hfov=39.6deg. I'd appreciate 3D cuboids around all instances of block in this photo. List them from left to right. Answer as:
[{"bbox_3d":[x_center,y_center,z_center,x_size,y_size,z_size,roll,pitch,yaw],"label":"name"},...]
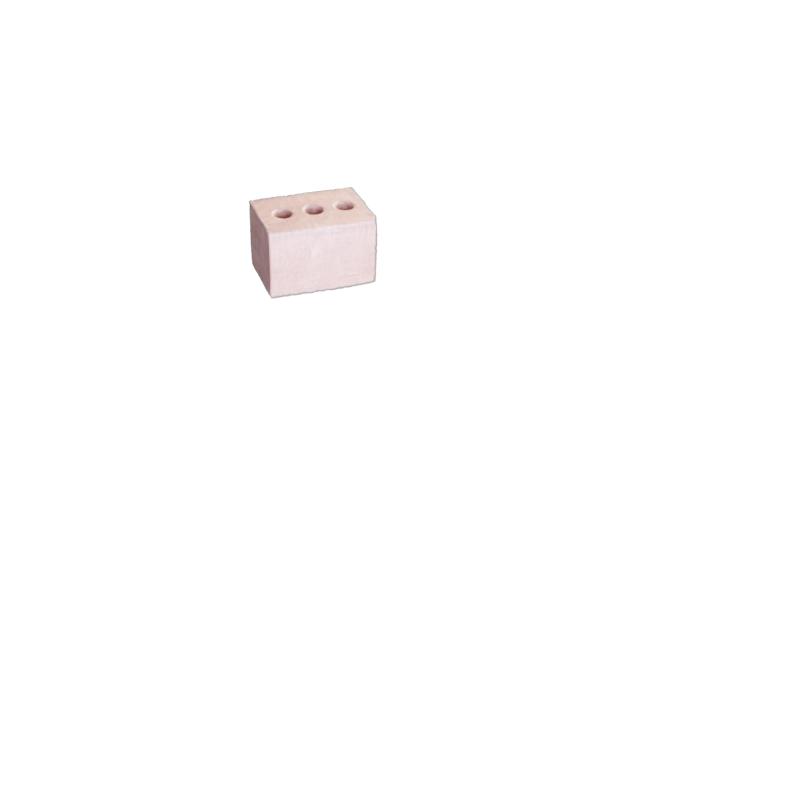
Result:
[{"bbox_3d":[-0.060,-0.109,0.761,0.077,0.048,0.057,-10,34,-17],"label":"block"}]
